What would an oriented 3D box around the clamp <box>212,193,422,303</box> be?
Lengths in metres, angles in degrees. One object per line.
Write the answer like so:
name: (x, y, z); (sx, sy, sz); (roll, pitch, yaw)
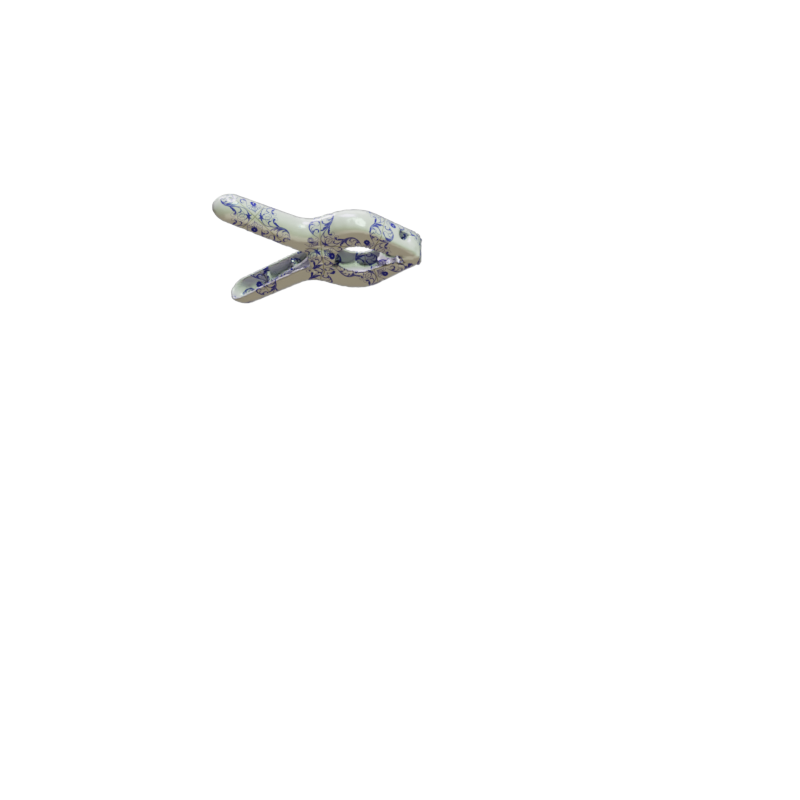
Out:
clamp: (-0.071, -0.129, 0.906); (0.173, 0.042, 0.111); (-7, -33, 10)
